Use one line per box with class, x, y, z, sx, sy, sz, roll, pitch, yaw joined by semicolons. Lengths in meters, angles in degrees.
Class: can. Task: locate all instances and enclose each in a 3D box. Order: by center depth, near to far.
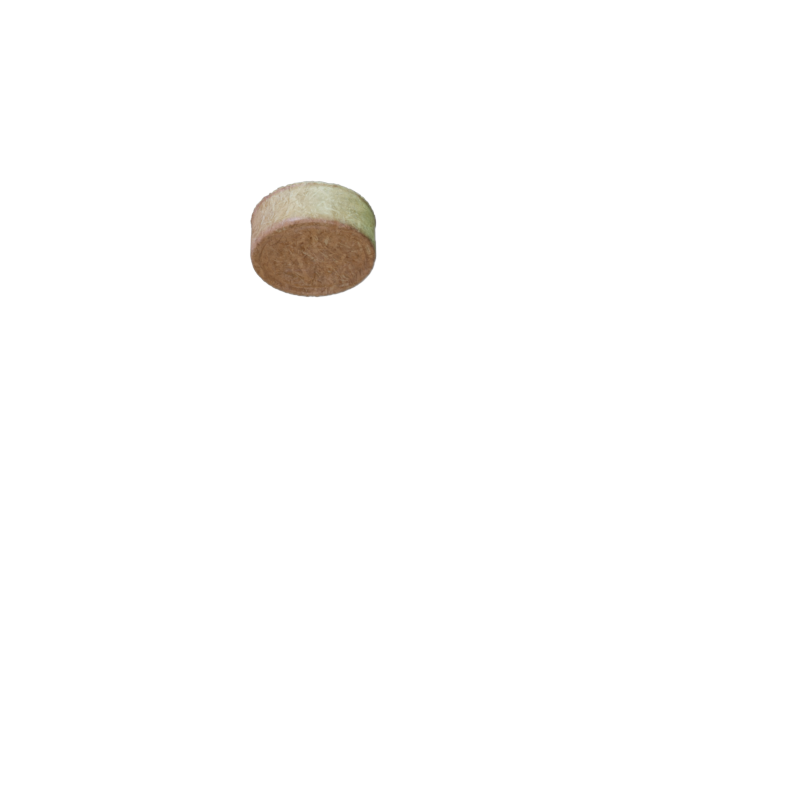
can;-0.058;-0.107;0.747;0.086;0.036;0.080;1;-35;-2
